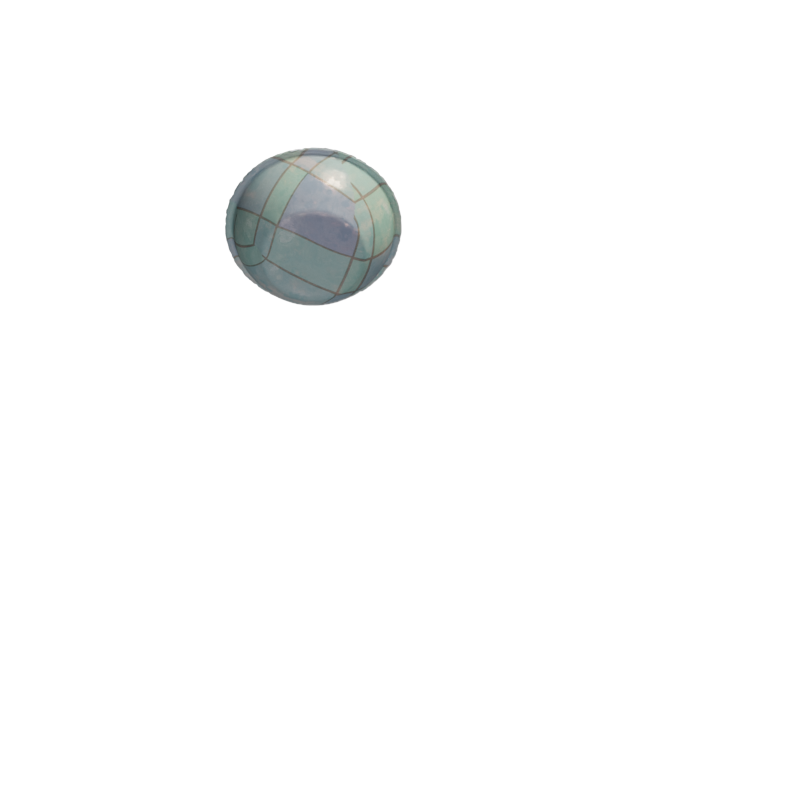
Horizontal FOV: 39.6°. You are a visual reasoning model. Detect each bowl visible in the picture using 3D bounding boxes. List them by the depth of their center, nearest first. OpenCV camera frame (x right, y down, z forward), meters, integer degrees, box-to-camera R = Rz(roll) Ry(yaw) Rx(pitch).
[{"bbox_3d":[-0.078,-0.142,0.993,0.162,0.152,0.059,1,31,-1],"label":"bowl"}]
